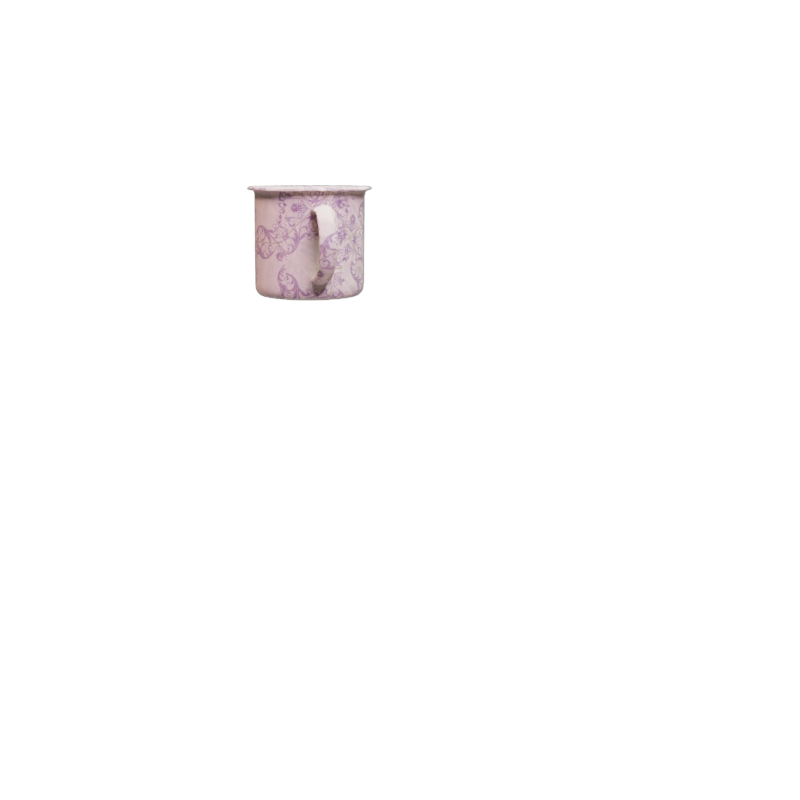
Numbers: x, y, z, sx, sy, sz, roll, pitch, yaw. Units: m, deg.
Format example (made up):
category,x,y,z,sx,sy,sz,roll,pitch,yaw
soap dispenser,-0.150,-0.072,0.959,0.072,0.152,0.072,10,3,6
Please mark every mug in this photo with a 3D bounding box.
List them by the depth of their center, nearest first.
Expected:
category,x,y,z,sx,sy,sz,roll,pitch,yaw
mug,-0.064,-0.117,0.816,0.091,0.080,0.121,-2,10,-17
